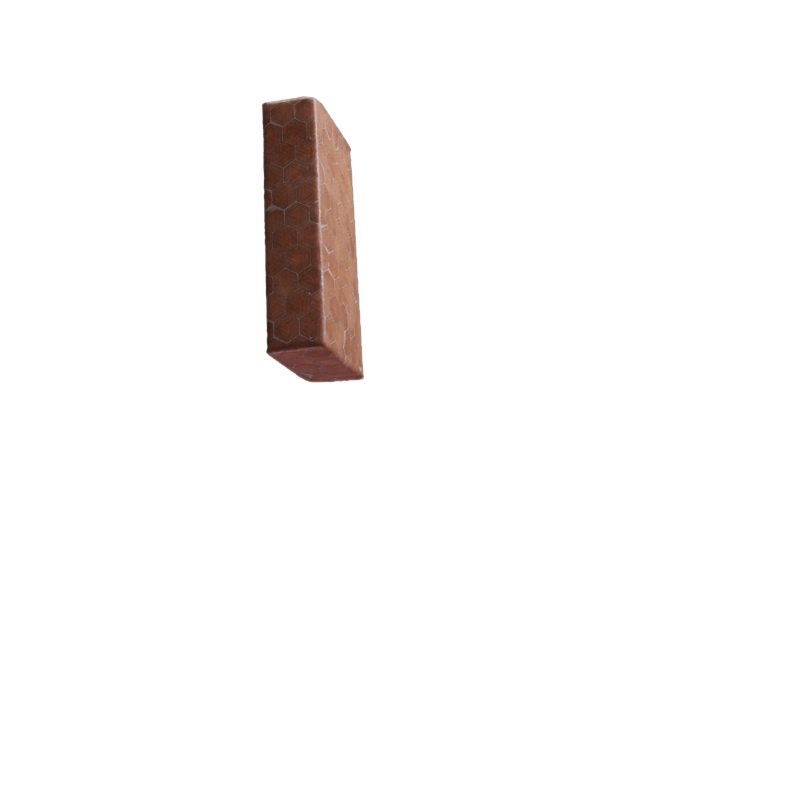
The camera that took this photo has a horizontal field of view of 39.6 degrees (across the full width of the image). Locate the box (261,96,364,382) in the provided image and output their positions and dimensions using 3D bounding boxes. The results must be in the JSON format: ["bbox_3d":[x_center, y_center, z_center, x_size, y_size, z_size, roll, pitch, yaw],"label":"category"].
[{"bbox_3d":[-0.058,-0.107,0.749,0.049,0.184,0.088,-6,-18,13],"label":"box"}]
